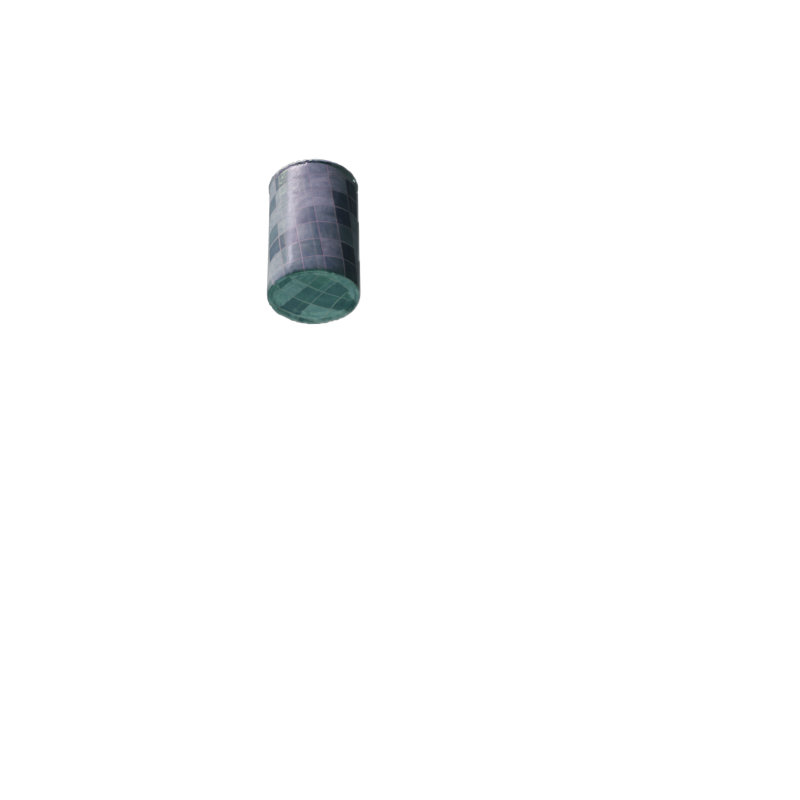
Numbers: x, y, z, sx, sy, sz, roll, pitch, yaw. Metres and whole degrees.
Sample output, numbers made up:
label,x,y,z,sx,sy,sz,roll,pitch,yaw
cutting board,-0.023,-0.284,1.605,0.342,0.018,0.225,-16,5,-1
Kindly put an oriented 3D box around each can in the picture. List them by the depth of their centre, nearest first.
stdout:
label,x,y,z,sx,sy,sz,roll,pitch,yaw
can,-0.063,-0.115,0.806,0.068,0.109,0.064,-1,-35,-2
